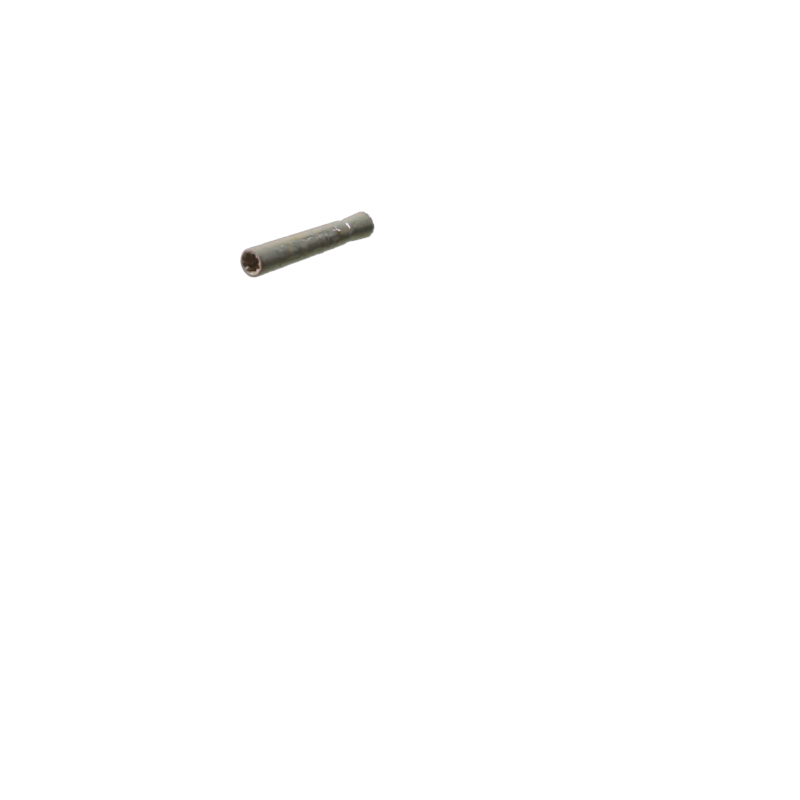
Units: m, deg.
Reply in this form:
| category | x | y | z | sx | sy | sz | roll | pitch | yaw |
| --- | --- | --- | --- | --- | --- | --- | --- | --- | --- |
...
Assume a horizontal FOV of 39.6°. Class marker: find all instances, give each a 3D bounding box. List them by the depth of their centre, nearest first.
| category | x | y | z | sx | sy | sz | roll | pitch | yaw |
| --- | --- | --- | --- | --- | --- | --- | --- | --- | --- |
| marker | -0.057 | -0.104 | 0.726 | 0.021 | 0.019 | 0.120 | 3 | 21 | 38 |
